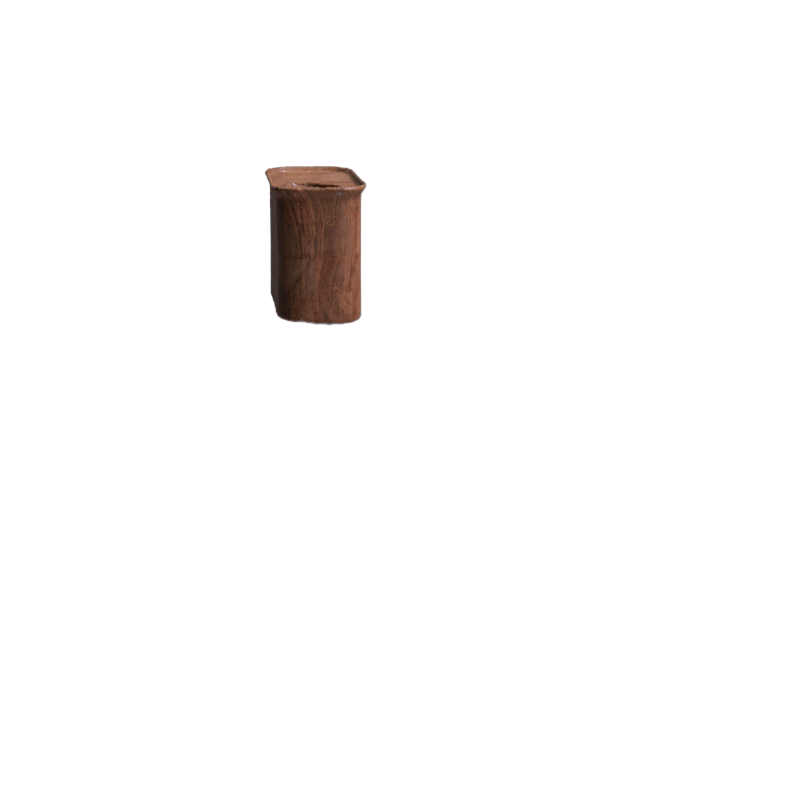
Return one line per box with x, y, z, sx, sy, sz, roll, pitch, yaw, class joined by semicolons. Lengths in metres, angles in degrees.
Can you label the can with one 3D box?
-0.054;-0.099;0.697;0.057;0.081;0.106;-1;16;-9;can
